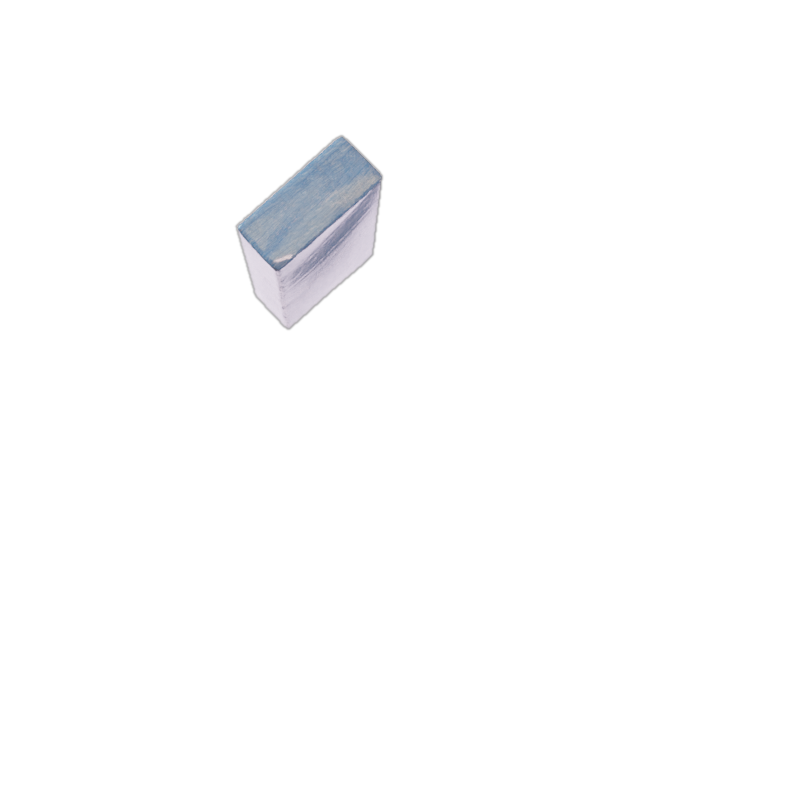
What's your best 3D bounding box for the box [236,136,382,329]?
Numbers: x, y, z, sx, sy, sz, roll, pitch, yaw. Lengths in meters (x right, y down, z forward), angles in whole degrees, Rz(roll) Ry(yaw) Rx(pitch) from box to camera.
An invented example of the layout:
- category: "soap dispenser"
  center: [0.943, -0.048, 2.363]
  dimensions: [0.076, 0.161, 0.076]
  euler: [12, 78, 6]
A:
- category: "box"
  center: [-0.060, -0.110, 0.770]
  dimensions: [0.094, 0.049, 0.172]
  euler: [-43, -2, -8]
